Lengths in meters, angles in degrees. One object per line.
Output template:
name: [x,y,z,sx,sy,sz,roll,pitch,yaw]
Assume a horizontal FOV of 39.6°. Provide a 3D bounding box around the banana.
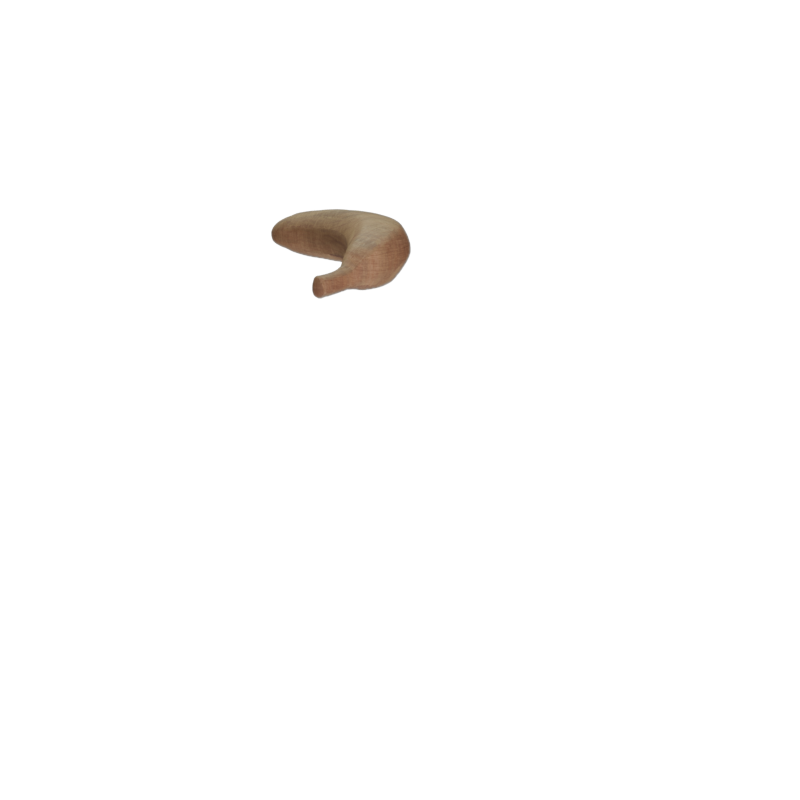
banana: [-0.035,-0.098,0.687,0.069,0.036,0.206,-3,15,-12]
